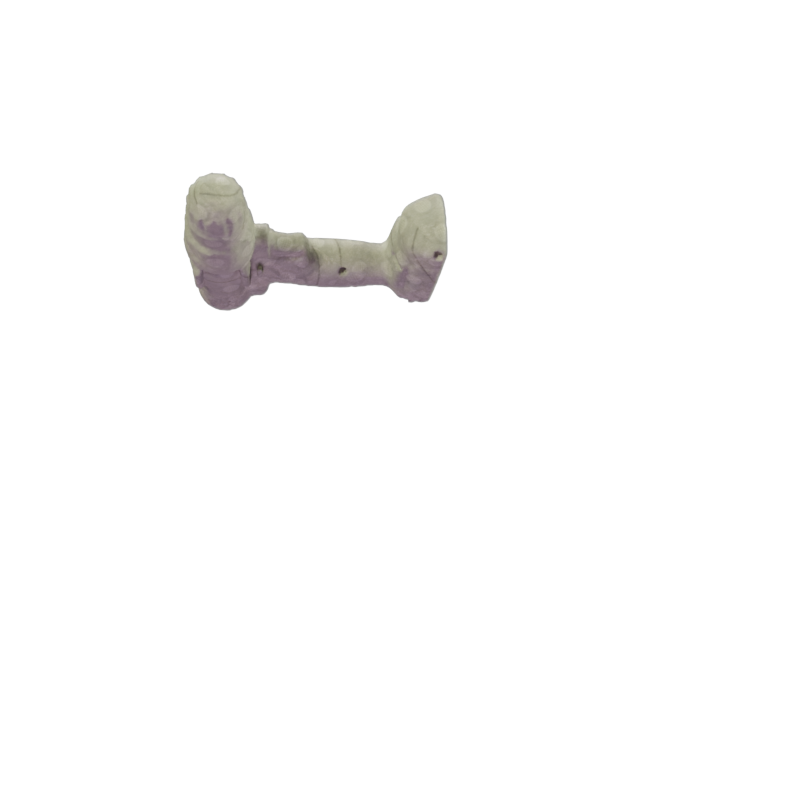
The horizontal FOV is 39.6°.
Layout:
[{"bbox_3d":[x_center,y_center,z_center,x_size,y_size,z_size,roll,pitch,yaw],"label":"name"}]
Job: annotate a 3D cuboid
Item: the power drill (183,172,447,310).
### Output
[{"bbox_3d":[-0.063,-0.116,0.811,0.187,0.060,0.178,1,-15,-4],"label":"power drill"}]
